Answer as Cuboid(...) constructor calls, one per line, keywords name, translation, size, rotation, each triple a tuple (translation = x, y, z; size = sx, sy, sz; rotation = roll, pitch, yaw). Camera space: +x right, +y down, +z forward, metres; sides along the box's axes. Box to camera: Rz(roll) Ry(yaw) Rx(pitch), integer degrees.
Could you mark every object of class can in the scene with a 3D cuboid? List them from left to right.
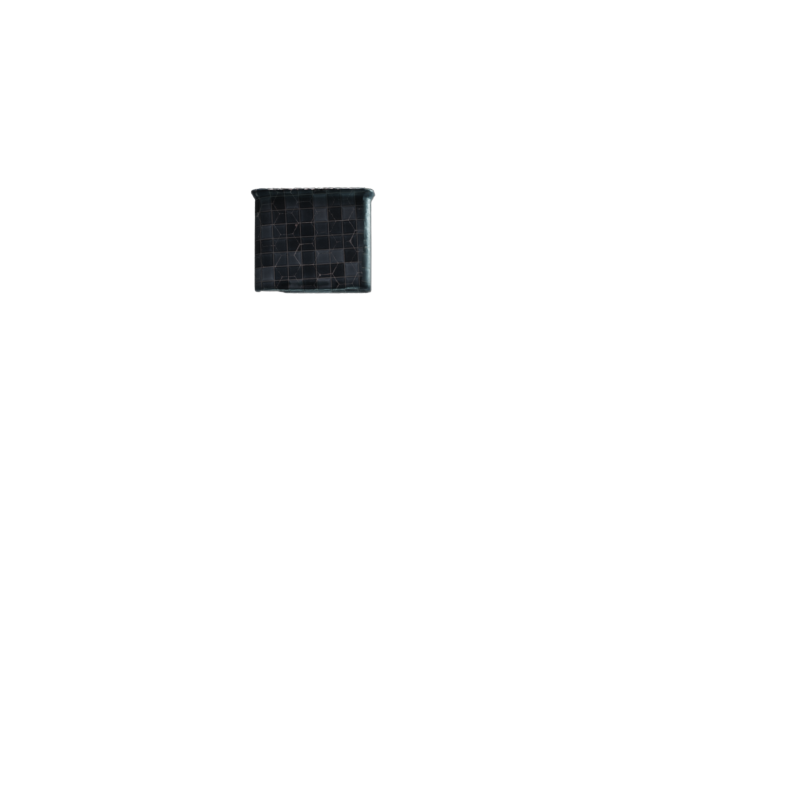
Cuboid(name="can", translation=(-0.072, -0.131, 0.918), size=(0.103, 0.085, 0.057), rotation=(0, -3, 5))
